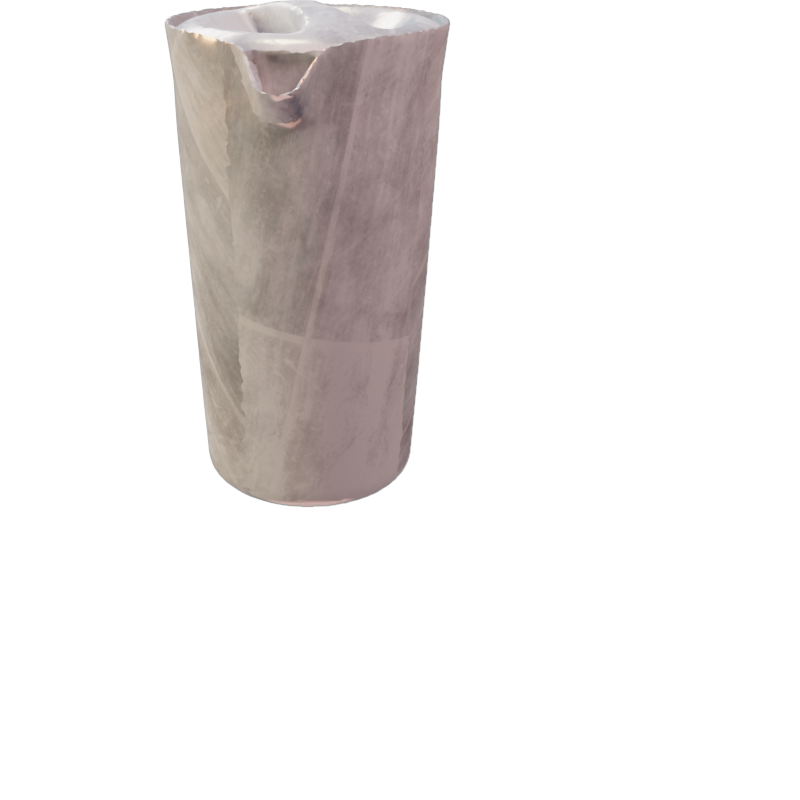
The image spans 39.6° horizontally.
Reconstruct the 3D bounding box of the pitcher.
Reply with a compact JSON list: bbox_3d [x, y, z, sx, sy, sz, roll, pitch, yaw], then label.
[{"bbox_3d":[-0.044,-0.081,0.567,0.146,0.232,0.154,-16,27,-37],"label":"pitcher"}]
